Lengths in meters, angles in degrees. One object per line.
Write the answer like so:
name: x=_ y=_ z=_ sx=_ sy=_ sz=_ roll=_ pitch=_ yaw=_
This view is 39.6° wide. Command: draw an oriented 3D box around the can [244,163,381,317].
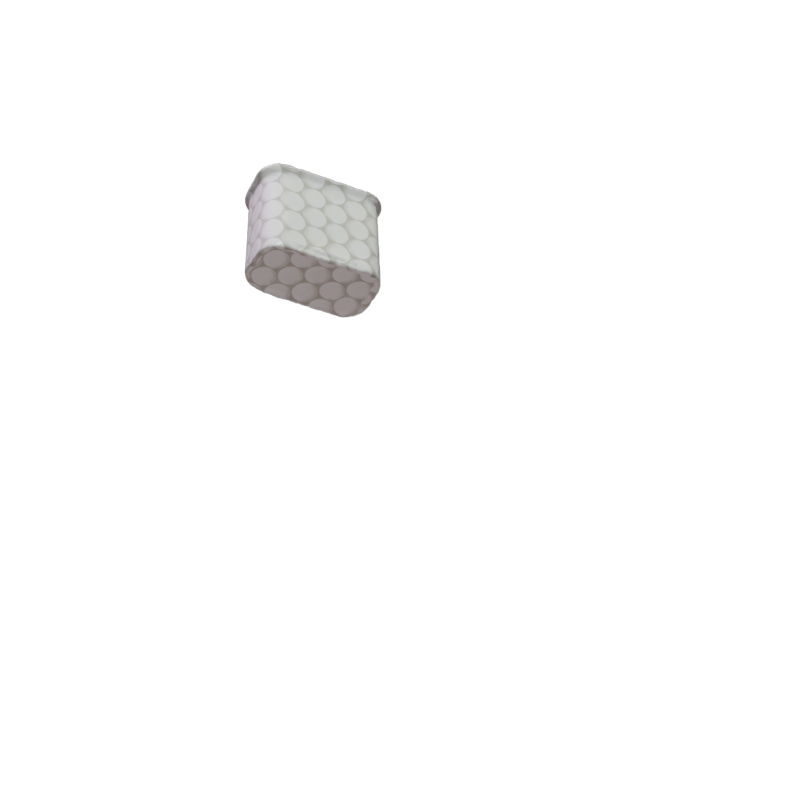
can: x=-0.064 y=-0.117 z=0.817 sx=0.098 sy=0.090 sz=0.055 roll=16 pitch=-44 yaw=-19
